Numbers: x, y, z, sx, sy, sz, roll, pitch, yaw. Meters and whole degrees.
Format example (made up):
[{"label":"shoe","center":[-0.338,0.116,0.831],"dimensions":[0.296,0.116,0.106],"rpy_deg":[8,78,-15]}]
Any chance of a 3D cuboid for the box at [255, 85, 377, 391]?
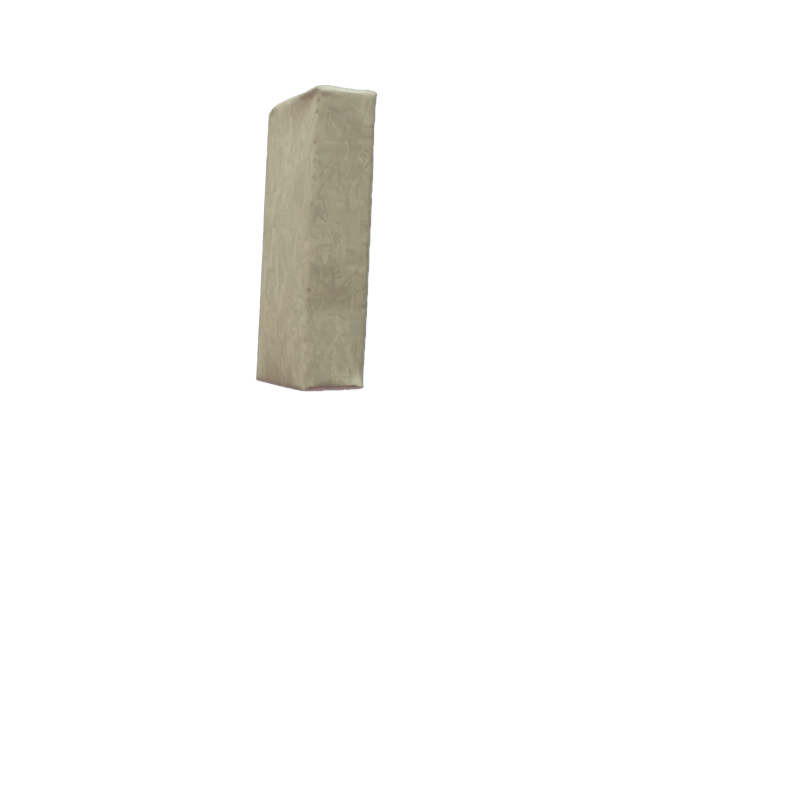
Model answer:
[{"label":"box","center":[-0.053,-0.097,0.676],"dimensions":[0.047,0.178,0.095],"rpy_deg":[1,-2,-24]}]
